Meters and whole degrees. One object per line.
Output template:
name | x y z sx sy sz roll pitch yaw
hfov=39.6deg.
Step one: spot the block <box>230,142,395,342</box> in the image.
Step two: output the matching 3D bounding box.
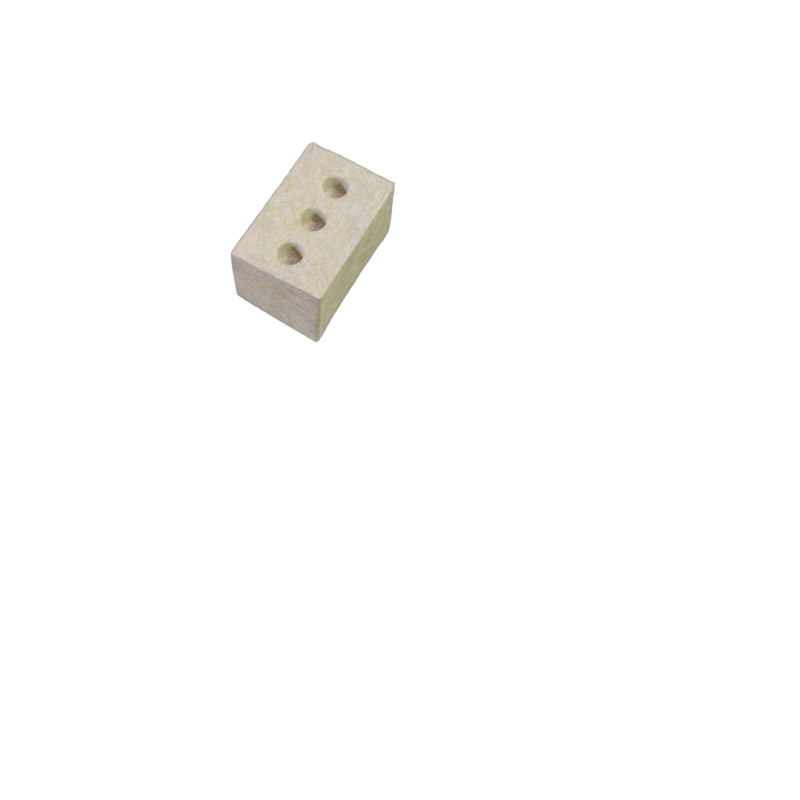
block | -0.045 -0.082 0.572 0.054 0.080 0.049 27 -22 9
